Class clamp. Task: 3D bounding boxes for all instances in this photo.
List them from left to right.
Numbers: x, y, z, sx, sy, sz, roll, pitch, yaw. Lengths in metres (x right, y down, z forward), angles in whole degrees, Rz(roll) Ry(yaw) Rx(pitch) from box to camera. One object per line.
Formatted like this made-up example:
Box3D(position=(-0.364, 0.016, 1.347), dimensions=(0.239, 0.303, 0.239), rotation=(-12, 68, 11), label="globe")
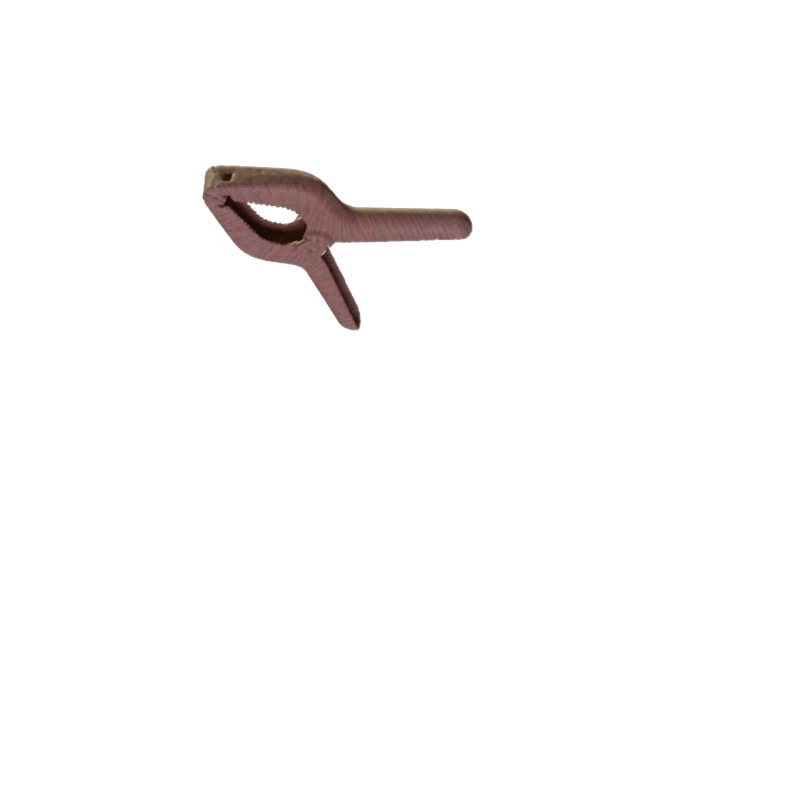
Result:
Box3D(position=(-0.071, -0.129, 0.901), dimensions=(0.202, 0.039, 0.160), rotation=(18, -42, -22), label="clamp")
